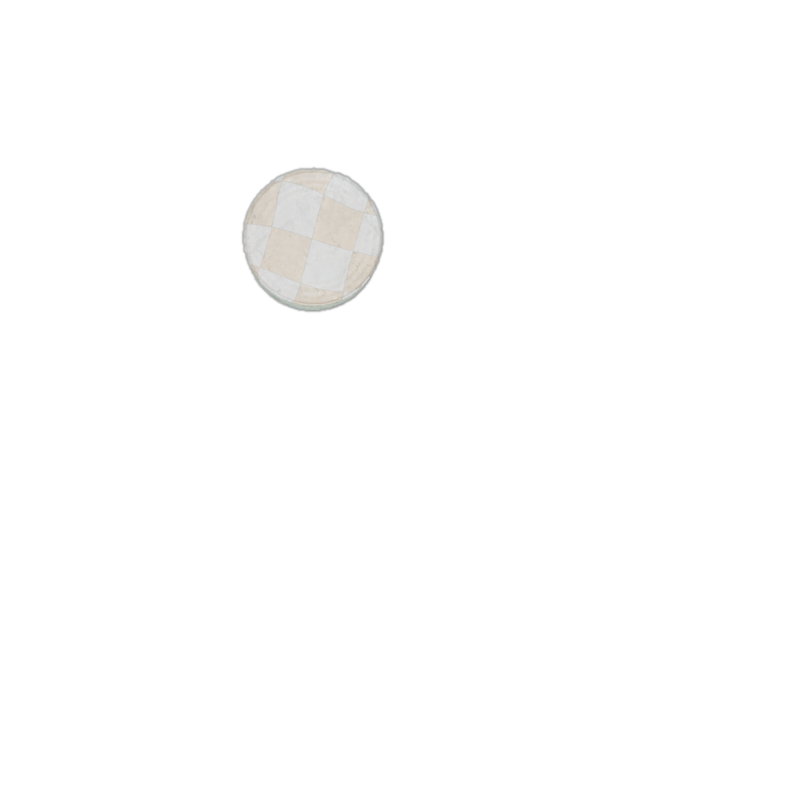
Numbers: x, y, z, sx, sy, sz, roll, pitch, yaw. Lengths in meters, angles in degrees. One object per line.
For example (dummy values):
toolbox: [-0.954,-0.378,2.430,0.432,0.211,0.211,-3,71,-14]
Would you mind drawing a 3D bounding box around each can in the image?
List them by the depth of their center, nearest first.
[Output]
can: [-0.054,-0.099,0.692,0.086,0.088,0.033,0,-10,-1]
